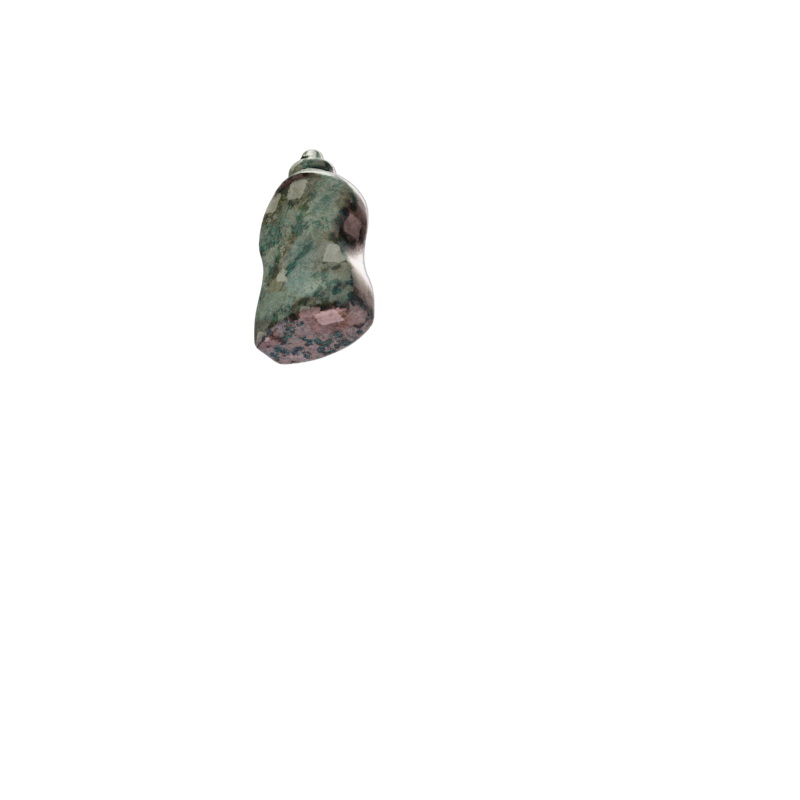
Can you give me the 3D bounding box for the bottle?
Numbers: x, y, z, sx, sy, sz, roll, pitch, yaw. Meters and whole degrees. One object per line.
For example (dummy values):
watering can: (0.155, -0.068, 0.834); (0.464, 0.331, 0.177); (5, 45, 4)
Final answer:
bottle: (-0.070, -0.128, 0.893); (0.096, 0.205, 0.054); (-25, -42, 27)
